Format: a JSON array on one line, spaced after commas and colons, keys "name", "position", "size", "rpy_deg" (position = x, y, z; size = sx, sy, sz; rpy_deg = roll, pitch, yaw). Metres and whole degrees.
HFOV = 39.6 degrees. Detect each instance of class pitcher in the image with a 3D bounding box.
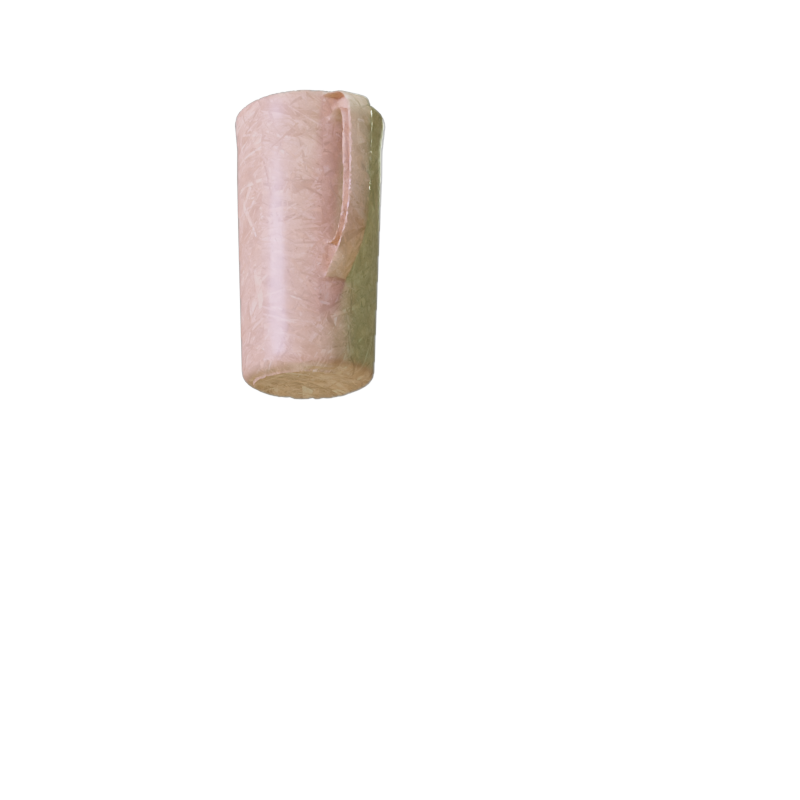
[{"name": "pitcher", "position": [-0.073, -0.133, 0.930], "size": [0.147, 0.255, 0.140], "rpy_deg": [-8, -21, 17]}]
